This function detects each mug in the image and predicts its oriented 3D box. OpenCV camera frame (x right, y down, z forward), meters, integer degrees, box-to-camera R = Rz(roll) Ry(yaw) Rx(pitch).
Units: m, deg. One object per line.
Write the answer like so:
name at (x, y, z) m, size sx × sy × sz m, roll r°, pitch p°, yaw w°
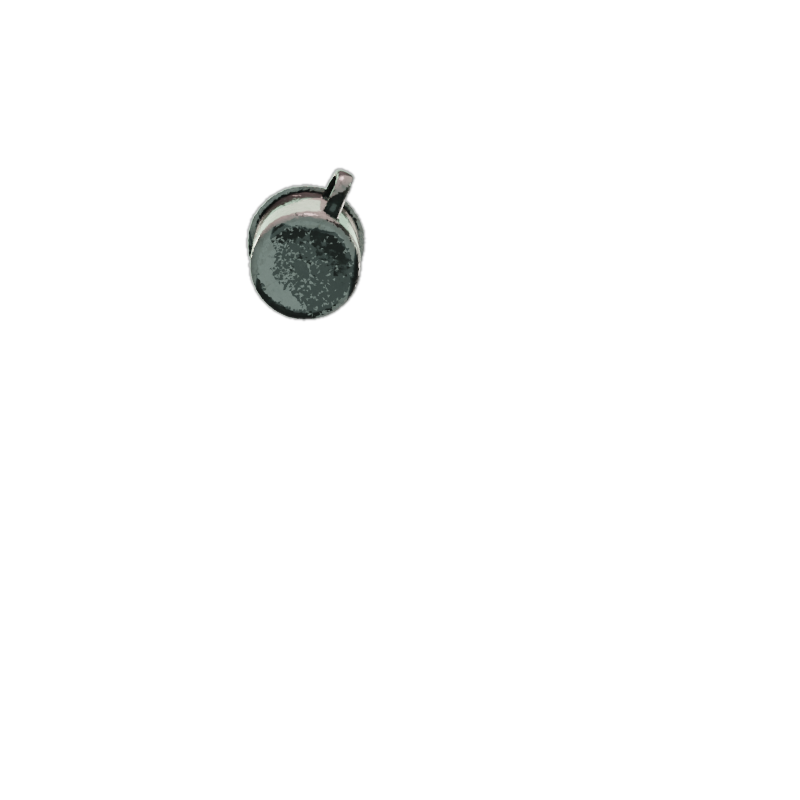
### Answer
mug at (-0.065, -0.119, 0.836) m, size 0.091 × 0.115 × 0.085 m, roll 28°, pitch 14°, yaw -10°
